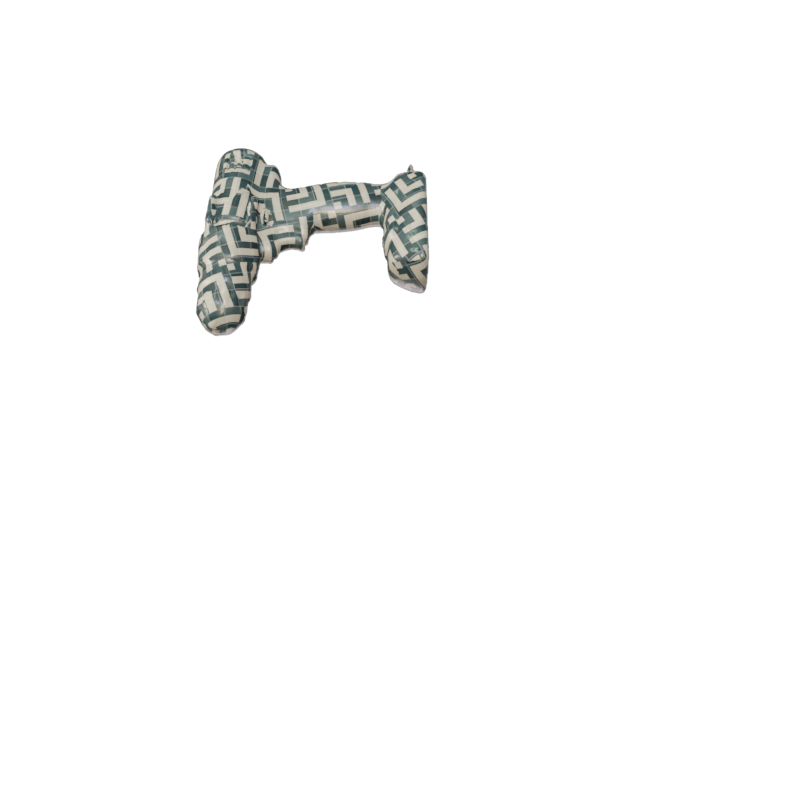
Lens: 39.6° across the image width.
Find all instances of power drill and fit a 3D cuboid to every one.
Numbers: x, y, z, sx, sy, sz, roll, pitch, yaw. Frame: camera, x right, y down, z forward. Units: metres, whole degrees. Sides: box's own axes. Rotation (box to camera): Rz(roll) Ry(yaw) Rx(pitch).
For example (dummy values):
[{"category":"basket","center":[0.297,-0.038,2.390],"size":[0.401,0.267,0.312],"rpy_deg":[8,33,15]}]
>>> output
[{"category":"power drill","center":[-0.071,-0.130,0.910],"size":[0.188,0.197,0.054],"rpy_deg":[2,-35,1]}]
